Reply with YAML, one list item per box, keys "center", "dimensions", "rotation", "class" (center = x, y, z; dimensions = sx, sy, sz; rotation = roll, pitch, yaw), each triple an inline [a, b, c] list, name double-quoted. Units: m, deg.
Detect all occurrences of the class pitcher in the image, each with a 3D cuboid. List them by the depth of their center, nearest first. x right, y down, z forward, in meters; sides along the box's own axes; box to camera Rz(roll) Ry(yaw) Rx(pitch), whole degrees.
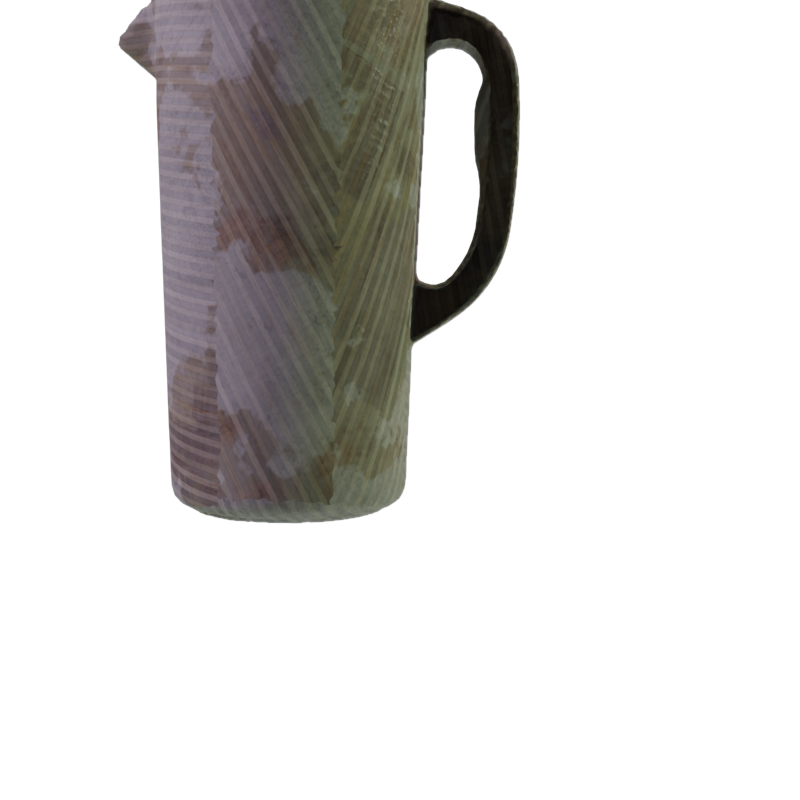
- center: [-0.040, -0.074, 0.516]
  dimensions: [0.139, 0.245, 0.155]
  rotation: [1, -2, -41]
  class: "pitcher"
